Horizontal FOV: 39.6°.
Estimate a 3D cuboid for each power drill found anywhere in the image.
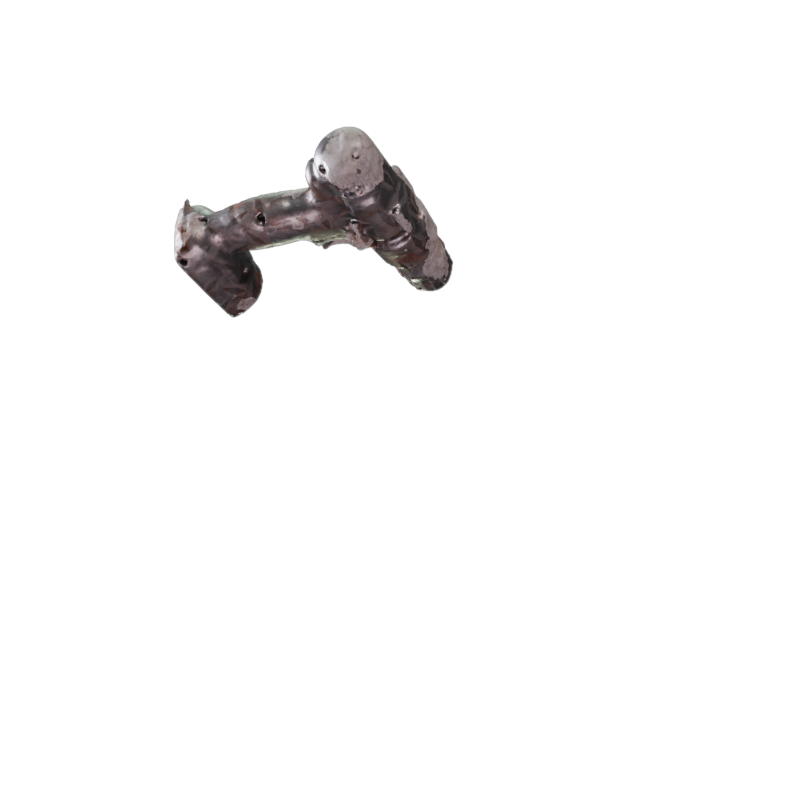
[{"bbox_3d":[-0.069,-0.125,0.876,0.189,0.061,0.170,-17,-40,21],"label":"power drill"}]
